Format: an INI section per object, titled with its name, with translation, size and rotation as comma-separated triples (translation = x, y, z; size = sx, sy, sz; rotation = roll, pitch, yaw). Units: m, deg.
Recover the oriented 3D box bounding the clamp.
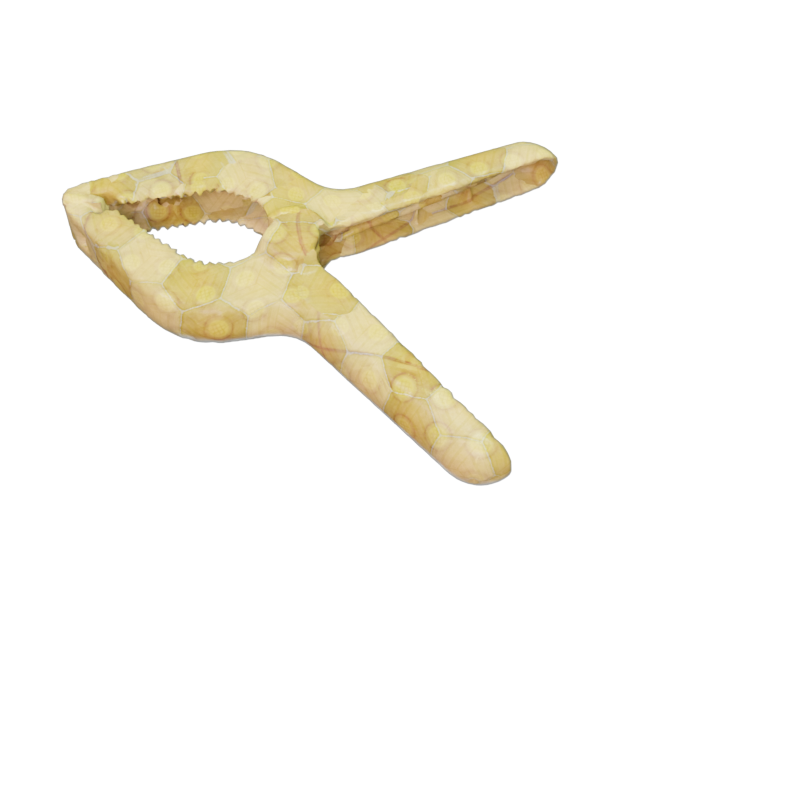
[clamp]
translation = -0.037, -0.067, 0.469
size = 0.215, 0.172, 0.034
rotation = 16, -34, 11
